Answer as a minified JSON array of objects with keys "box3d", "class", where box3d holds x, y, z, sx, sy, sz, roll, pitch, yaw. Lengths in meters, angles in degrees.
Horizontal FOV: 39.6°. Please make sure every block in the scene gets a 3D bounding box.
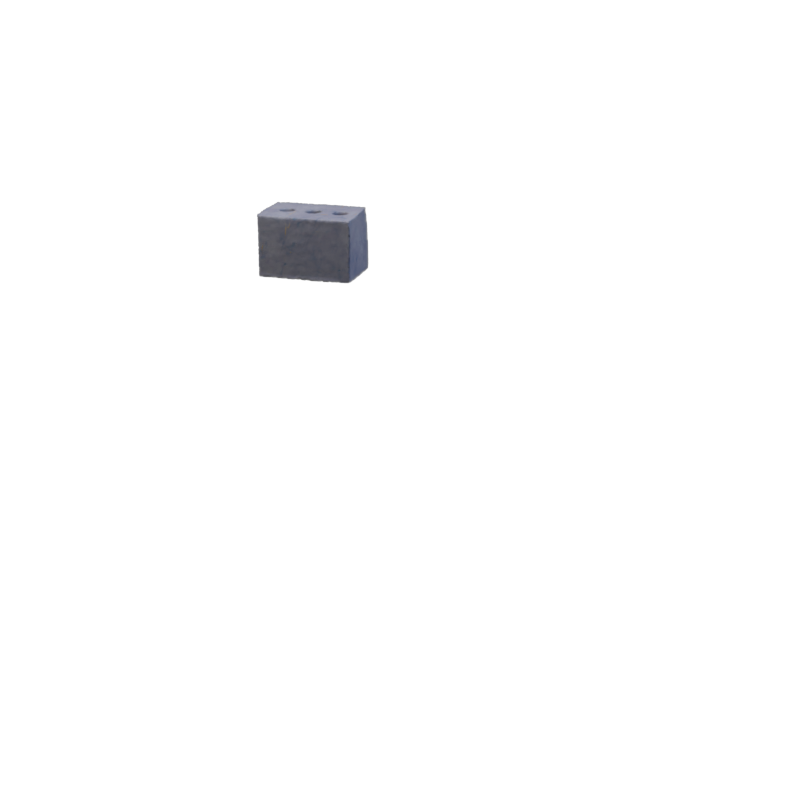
[{"box3d":[-0.069,-0.126,0.879,0.080,0.049,0.053,5,18,15],"class":"block"}]
